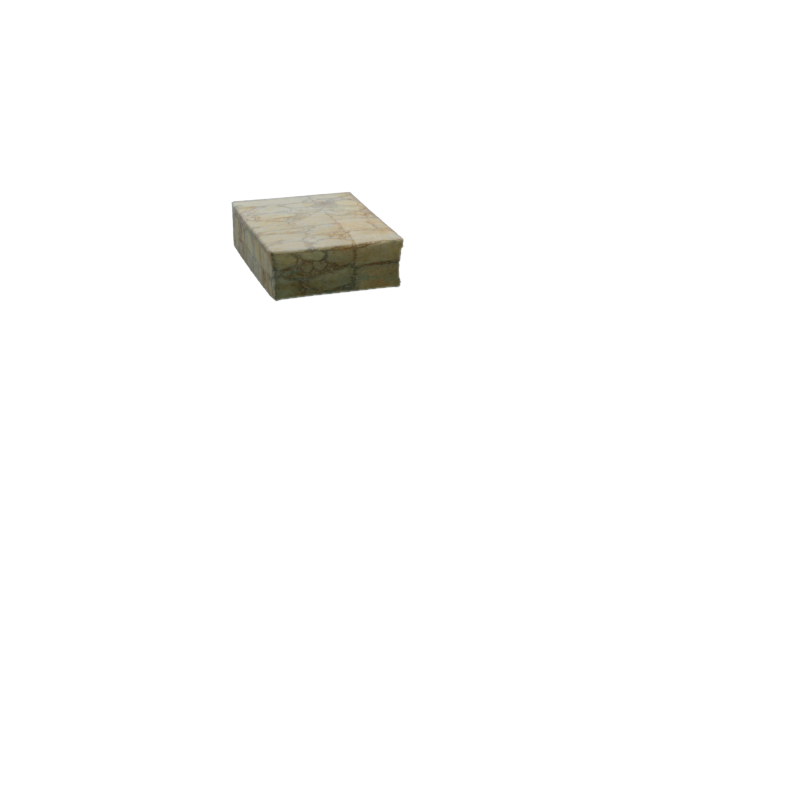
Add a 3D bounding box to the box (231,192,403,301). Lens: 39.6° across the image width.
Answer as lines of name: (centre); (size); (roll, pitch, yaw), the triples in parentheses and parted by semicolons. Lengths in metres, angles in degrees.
box: (-0.059, -0.107, 0.753); (0.088, 0.037, 0.122); (-9, 29, -17)
